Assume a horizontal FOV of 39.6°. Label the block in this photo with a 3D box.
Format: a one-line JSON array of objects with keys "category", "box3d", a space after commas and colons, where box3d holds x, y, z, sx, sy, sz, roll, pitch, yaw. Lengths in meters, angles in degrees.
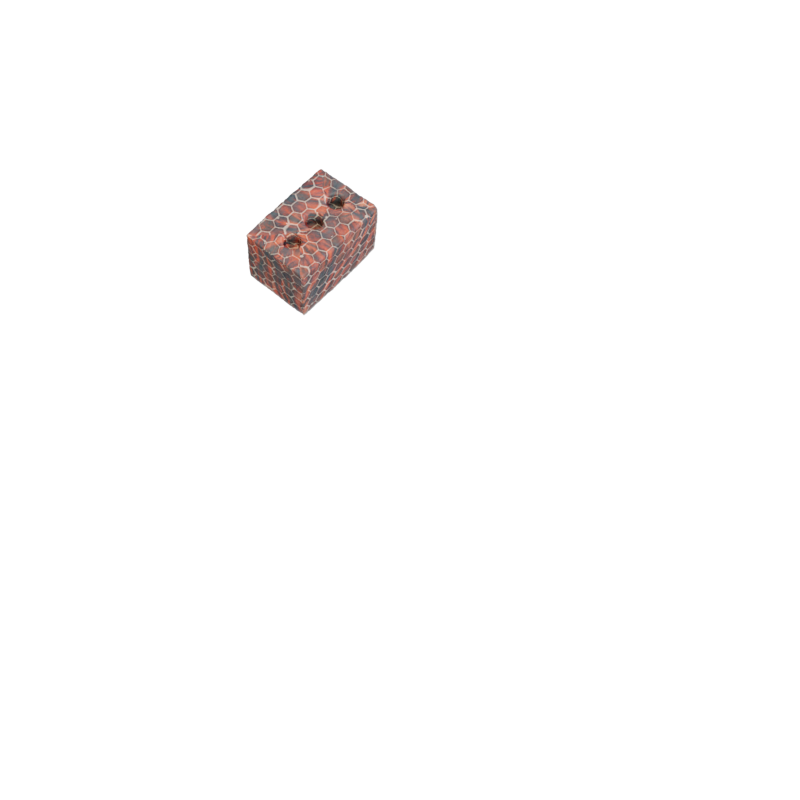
[{"category": "block", "box3d": [-0.059, -0.108, 0.759, 0.055, 0.079, 0.048, 35, -26, 18]}]
